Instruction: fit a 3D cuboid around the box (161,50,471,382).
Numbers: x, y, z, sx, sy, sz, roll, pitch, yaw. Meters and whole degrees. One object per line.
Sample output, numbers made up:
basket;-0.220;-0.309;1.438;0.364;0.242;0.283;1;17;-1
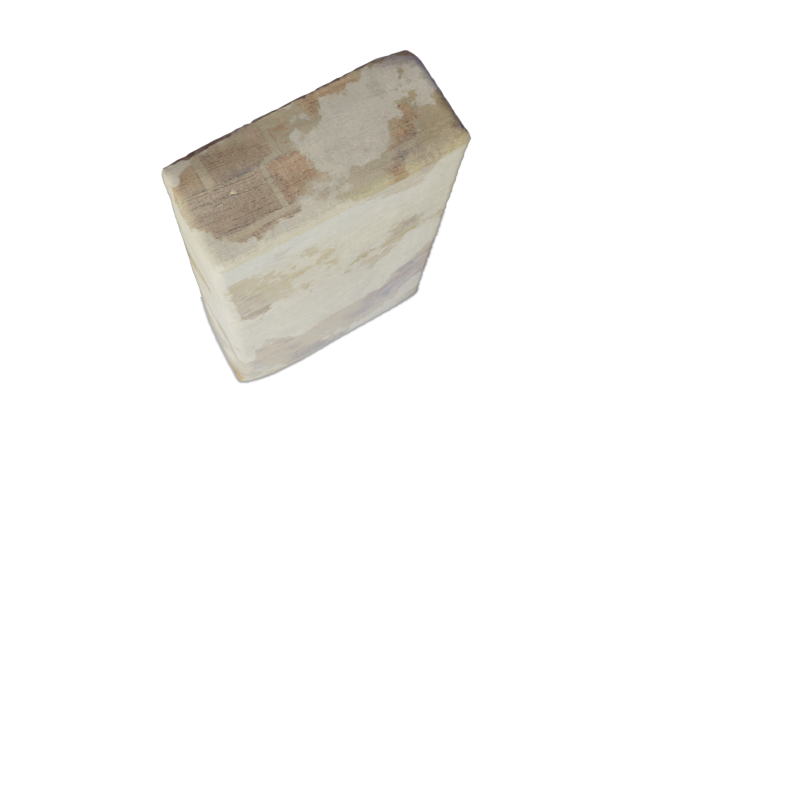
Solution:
box;-0.033;-0.061;0.423;0.093;0.050;0.170;-29;-10;-10
